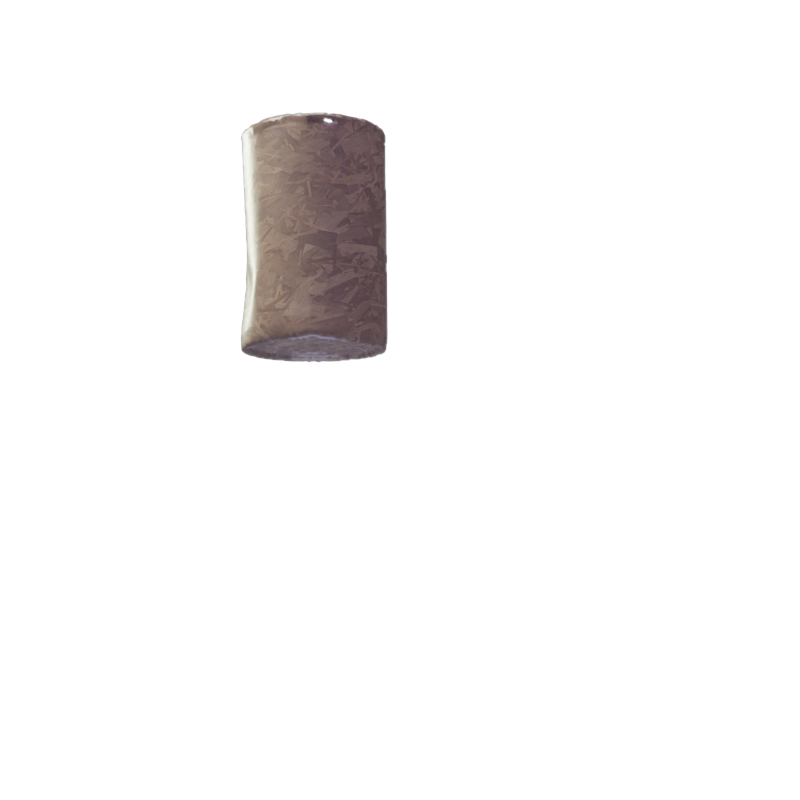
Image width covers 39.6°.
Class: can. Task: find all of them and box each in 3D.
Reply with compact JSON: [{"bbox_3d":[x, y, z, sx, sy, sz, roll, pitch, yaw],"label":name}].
[{"bbox_3d":[-0.040,-0.073,0.509,0.068,0.106,0.067,0,-12,-2],"label":"can"}]
